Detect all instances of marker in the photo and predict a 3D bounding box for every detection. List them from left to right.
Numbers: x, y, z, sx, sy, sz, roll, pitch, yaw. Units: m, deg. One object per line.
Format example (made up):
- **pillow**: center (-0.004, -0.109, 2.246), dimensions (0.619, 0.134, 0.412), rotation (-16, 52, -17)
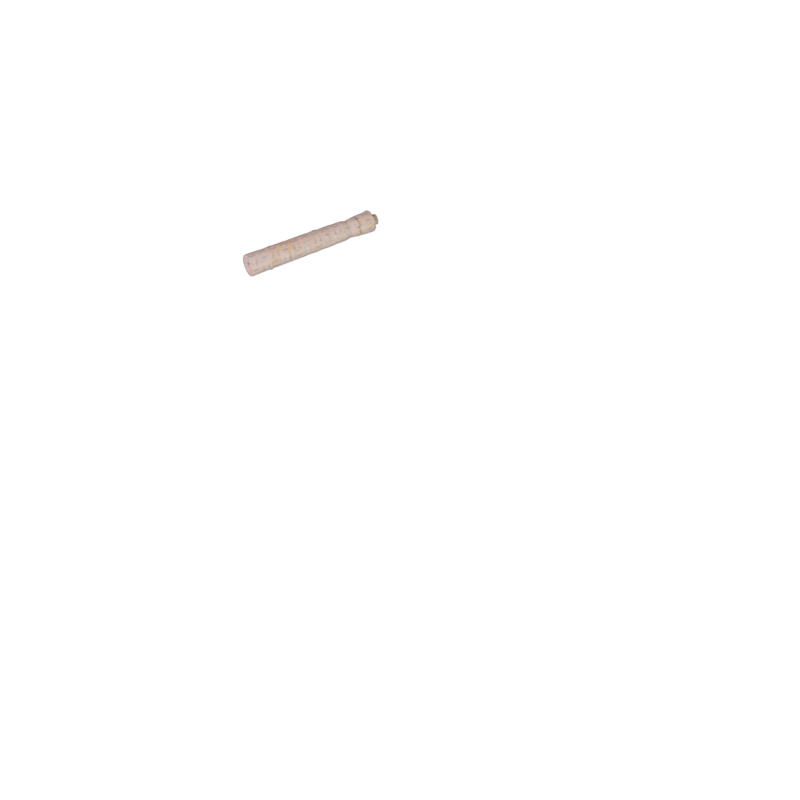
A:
- **marker**: center (-0.071, -0.130, 0.912), dimensions (0.120, 0.019, 0.020), rotation (-23, 13, -21)
